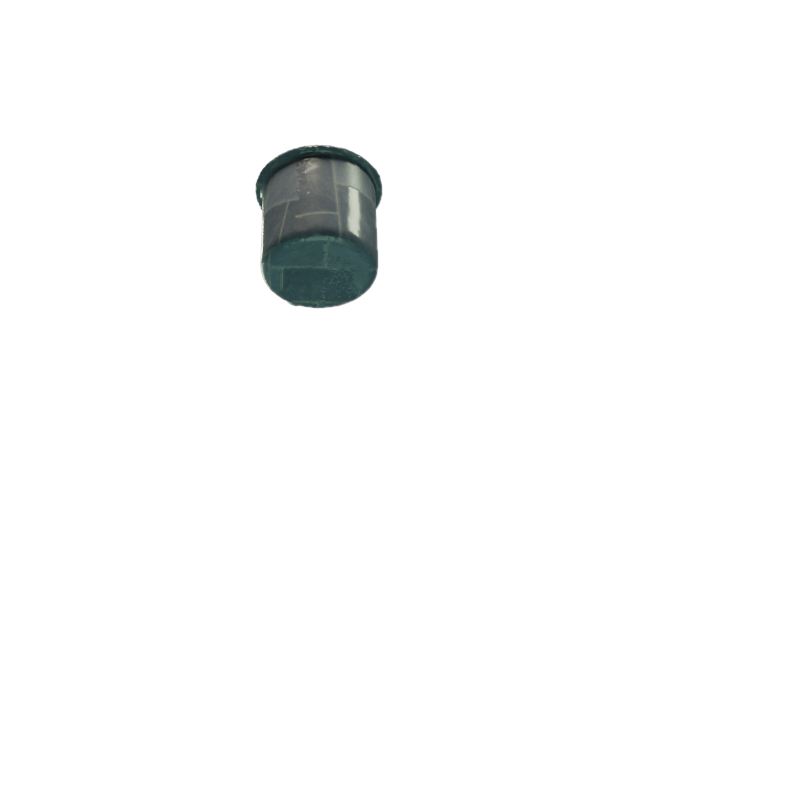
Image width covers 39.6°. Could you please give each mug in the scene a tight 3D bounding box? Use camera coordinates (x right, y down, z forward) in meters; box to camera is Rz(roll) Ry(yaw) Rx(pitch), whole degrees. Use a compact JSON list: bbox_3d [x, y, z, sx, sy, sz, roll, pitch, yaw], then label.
[{"bbox_3d":[-0.062,-0.113,0.793,0.090,0.087,0.113,14,-40,-19],"label":"mug"}]
